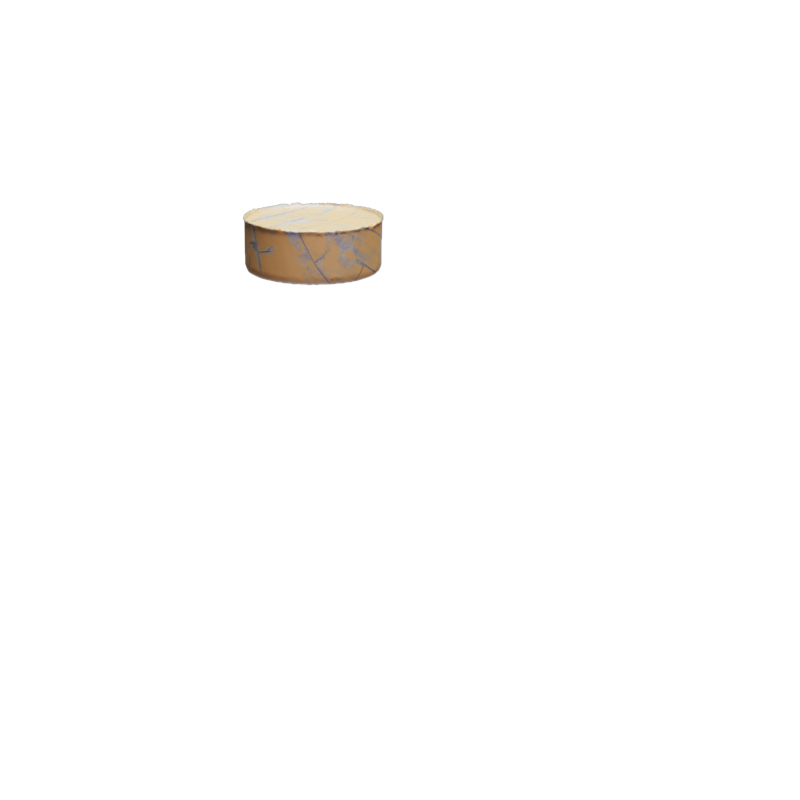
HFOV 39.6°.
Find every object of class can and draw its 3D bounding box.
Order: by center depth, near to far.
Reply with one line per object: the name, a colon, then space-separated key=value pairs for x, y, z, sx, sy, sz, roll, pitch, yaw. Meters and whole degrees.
can: x=-0.053 y=-0.097 z=0.680 sx=0.086 sy=0.032 sz=0.089 roll=-1 pitch=20 yaw=-2
